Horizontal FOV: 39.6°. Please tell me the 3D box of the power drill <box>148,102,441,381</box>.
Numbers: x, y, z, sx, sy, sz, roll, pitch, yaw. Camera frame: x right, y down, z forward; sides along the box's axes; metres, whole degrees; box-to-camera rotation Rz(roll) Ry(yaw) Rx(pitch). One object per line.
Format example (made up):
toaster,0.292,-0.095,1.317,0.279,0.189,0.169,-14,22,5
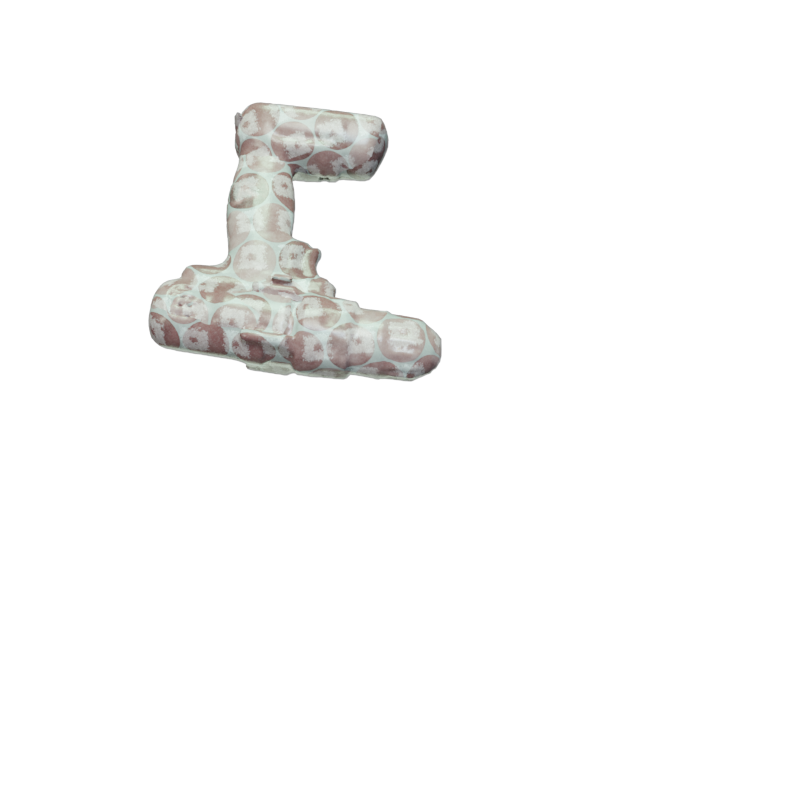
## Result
power drill,-0.057,-0.104,0.728,0.186,0.198,0.054,8,-31,4
